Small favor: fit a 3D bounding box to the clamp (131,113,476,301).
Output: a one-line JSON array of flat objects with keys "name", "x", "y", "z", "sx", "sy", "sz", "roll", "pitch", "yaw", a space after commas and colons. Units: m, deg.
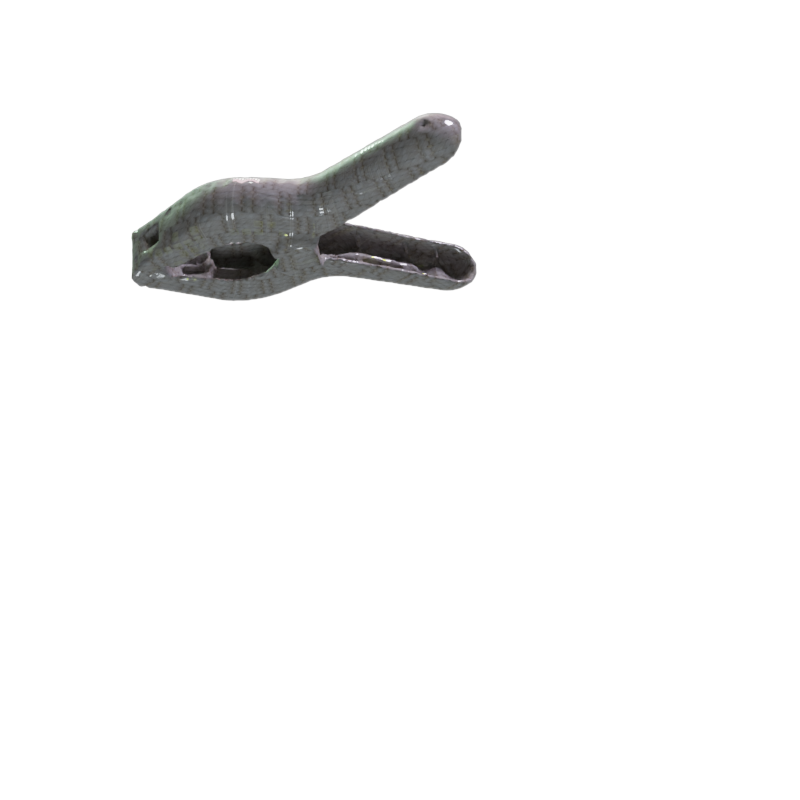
[{"name": "clamp", "x": -0.042, "y": -0.077, "z": 0.541, "sx": 0.173, "sy": 0.042, "sz": 0.111, "roll": -11, "pitch": -38, "yaw": 14}]
